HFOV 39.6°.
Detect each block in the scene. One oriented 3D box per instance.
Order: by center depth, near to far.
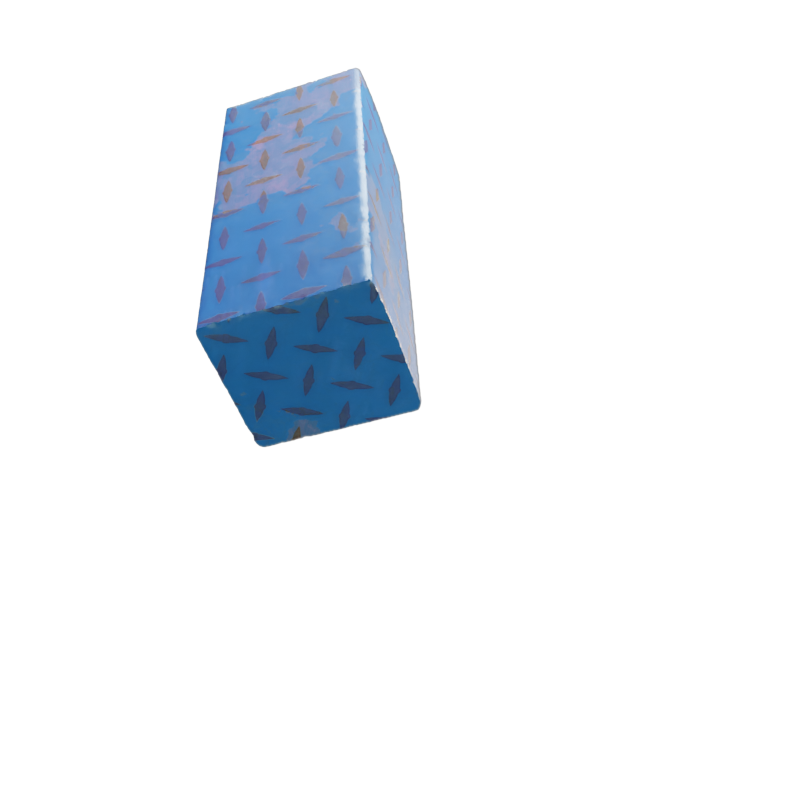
[{"bbox_3d":[-0.048,-0.088,0.618,0.091,0.083,0.221,-15,41,9],"label":"block"}]
